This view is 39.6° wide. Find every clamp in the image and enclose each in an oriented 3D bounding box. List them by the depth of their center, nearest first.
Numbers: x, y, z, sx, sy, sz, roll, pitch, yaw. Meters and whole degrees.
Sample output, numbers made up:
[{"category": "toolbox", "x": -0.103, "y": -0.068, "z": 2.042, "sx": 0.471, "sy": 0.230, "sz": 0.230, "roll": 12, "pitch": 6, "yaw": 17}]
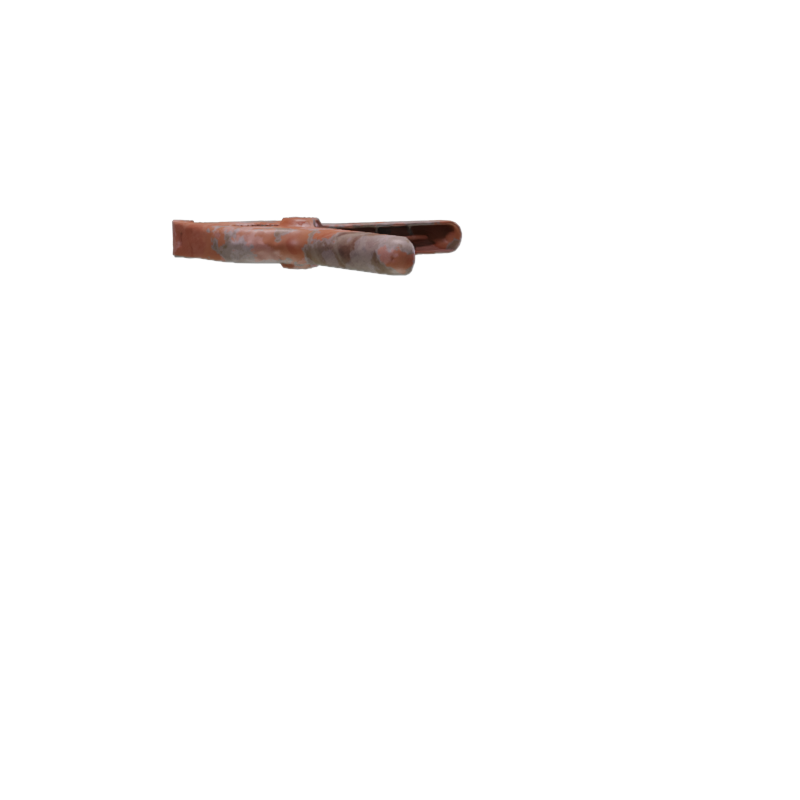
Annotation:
[{"category": "clamp", "x": -0.063, "y": -0.114, "z": 0.800, "sx": 0.217, "sy": 0.036, "sz": 0.162, "roll": 5, "pitch": 13, "yaw": 23}]
